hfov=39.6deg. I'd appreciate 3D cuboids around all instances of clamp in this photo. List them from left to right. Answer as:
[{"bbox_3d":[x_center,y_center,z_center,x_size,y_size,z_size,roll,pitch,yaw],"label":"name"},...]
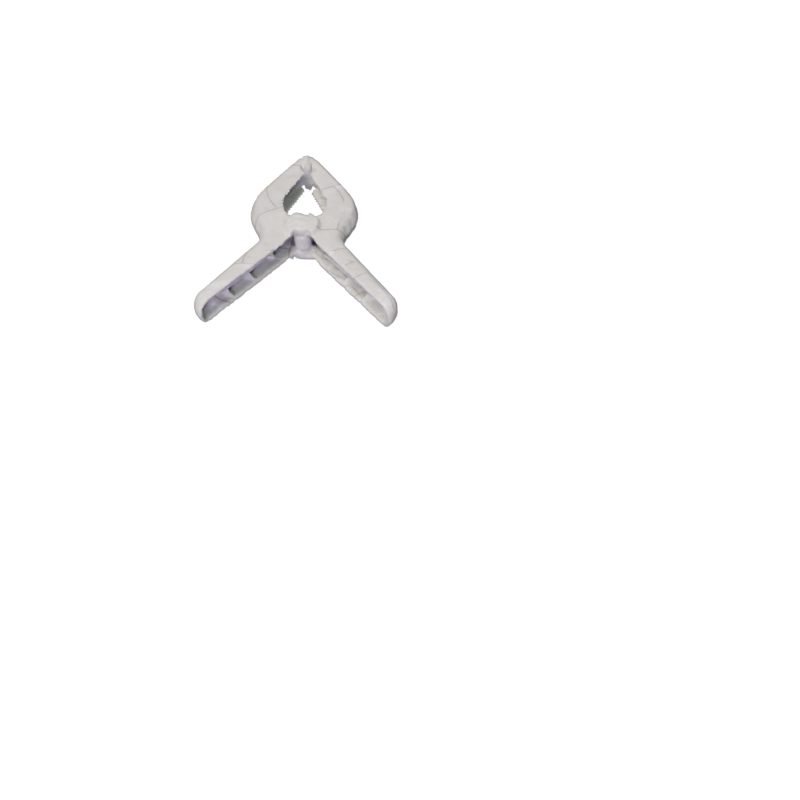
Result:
[{"bbox_3d":[-0.075,-0.137,0.961,0.166,0.034,0.223,6,45,5],"label":"clamp"}]
